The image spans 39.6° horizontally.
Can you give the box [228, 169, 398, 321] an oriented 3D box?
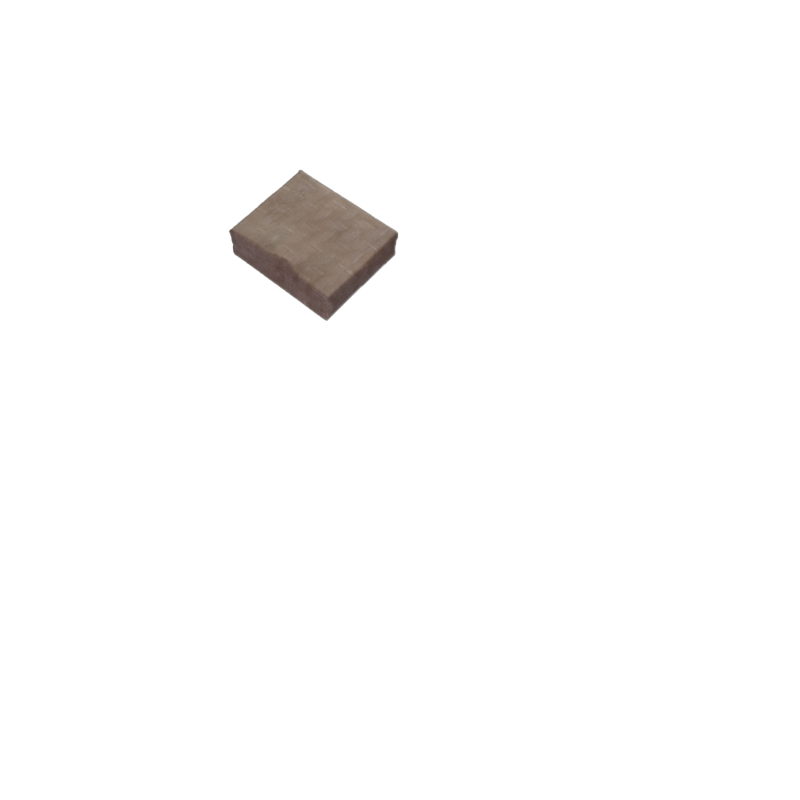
[{"bbox_3d":[-0.059,-0.107,0.747,0.094,0.074,0.028,35,-28,22],"label":"box"}]
